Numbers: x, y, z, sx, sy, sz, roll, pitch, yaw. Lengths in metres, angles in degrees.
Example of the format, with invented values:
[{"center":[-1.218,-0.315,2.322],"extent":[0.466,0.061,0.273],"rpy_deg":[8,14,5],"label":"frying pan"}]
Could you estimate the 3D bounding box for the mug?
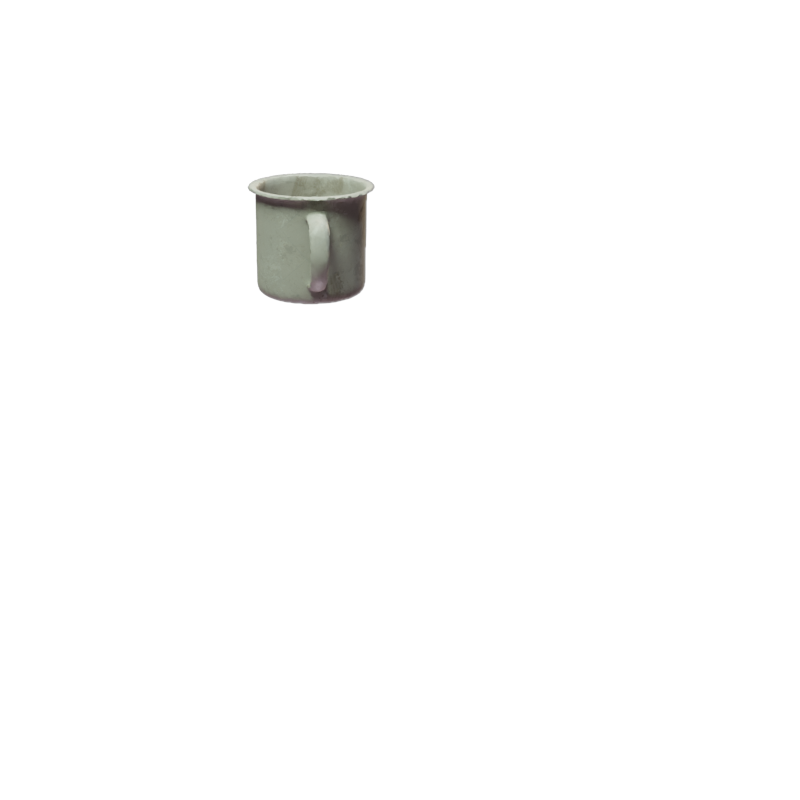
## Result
[{"center":[-0.064,-0.116,0.814],"extent":[0.092,0.078,0.123],"rpy_deg":[-3,20,-10],"label":"mug"}]
